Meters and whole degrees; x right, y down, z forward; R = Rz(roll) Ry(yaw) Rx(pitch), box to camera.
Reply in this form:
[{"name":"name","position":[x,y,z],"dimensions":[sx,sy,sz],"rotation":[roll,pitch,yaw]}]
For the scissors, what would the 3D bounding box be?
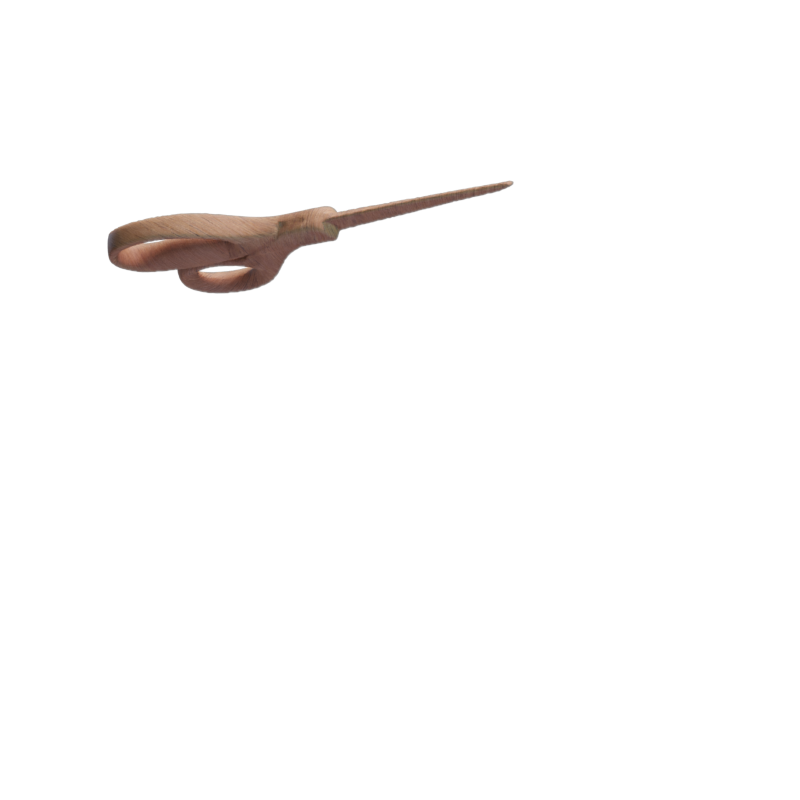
[{"name":"scissors","position":[-0.042,-0.077,0.540],"dimensions":[0.205,0.016,0.091],"rotation":[-3,-14,13]}]
